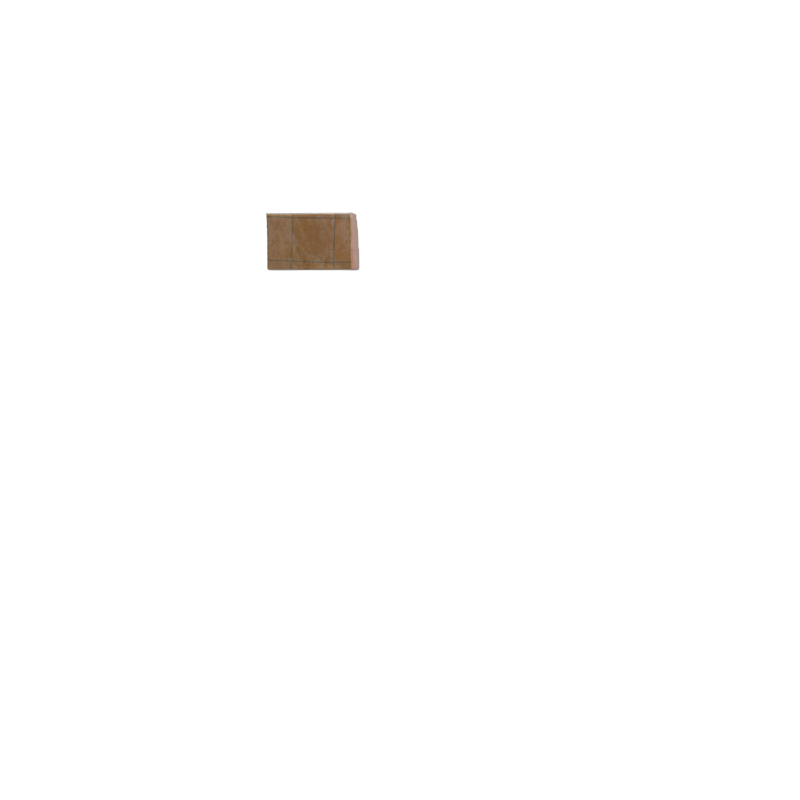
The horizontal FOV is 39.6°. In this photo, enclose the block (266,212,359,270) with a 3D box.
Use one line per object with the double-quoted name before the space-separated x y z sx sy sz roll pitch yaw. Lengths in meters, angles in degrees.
"block" -0.077 -0.141 0.988 0.079 0.051 0.052 0 2 6
